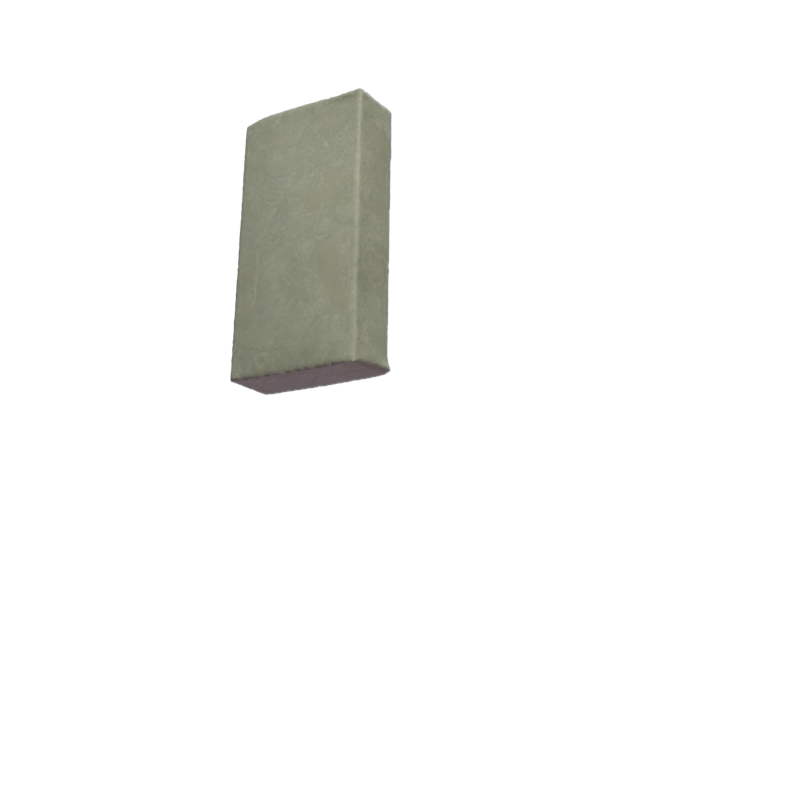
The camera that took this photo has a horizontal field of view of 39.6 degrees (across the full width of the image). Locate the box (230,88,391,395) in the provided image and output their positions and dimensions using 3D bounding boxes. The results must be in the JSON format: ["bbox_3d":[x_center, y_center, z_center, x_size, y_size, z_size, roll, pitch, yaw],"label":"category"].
[{"bbox_3d":[-0.054,-0.098,0.685,0.095,0.184,0.045,-12,-22,30],"label":"box"}]
